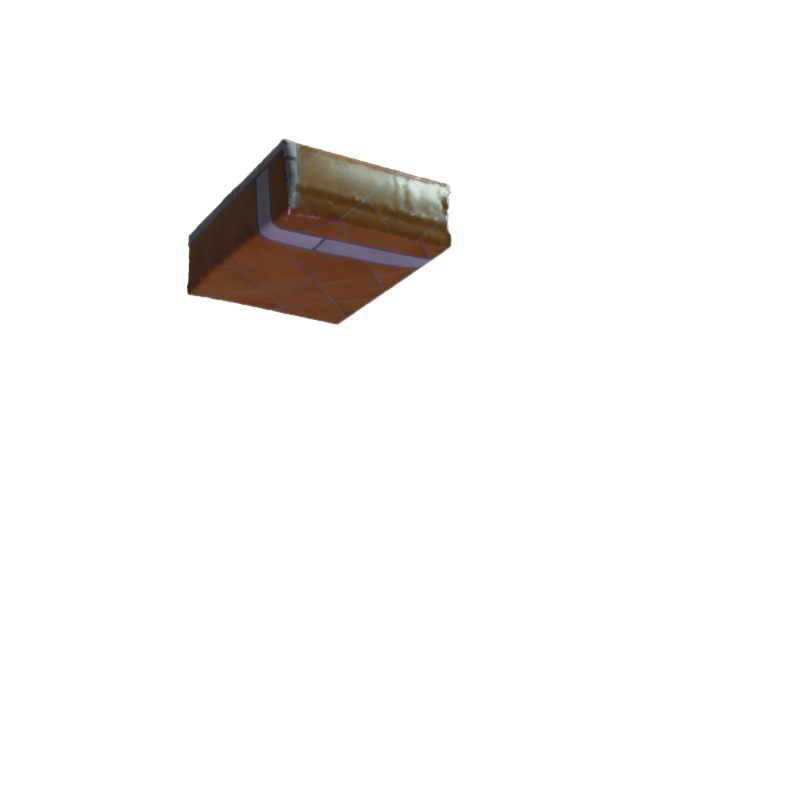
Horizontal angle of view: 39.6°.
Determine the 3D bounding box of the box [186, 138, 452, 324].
[{"bbox_3d":[-0.042,-0.077,0.541,0.086,0.041,0.113,10,-21,-29],"label":"box"}]
